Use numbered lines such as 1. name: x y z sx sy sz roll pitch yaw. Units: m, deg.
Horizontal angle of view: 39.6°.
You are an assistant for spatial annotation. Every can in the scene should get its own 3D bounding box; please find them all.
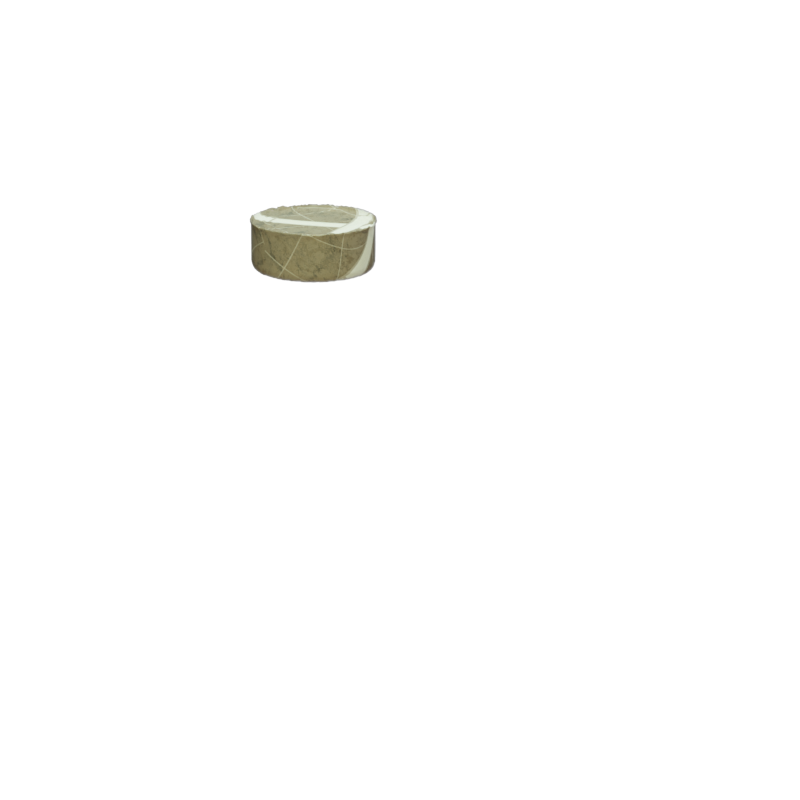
1. can: -0.059 -0.107 0.752 0.086 0.032 0.090 -1 21 -2
